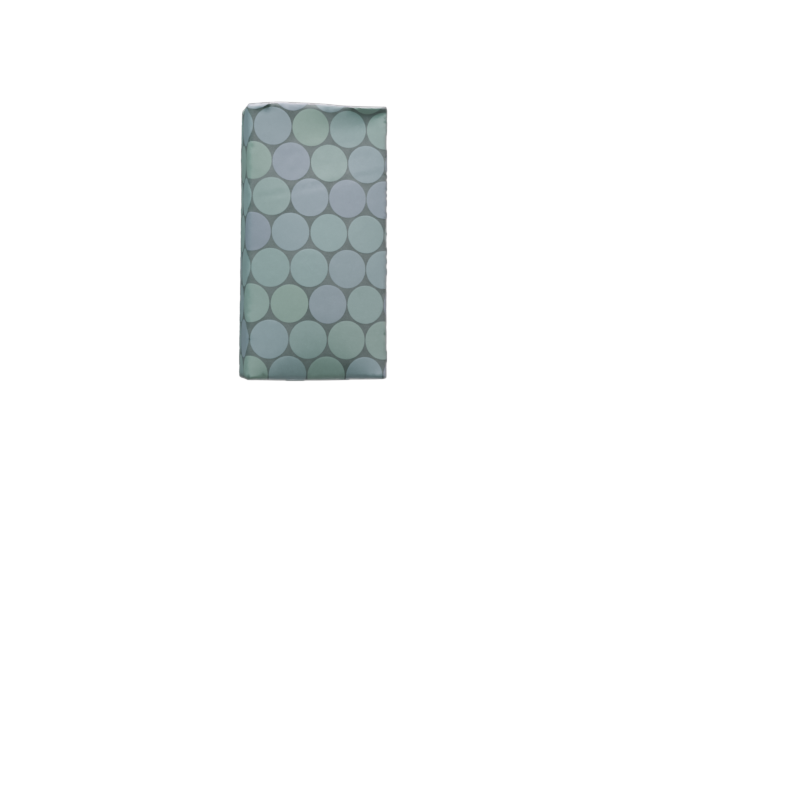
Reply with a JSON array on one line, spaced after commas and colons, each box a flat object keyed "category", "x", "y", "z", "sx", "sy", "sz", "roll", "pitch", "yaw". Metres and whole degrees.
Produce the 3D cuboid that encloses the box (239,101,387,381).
[{"category": "box", "x": -0.056, "y": -0.102, "z": 0.716, "sx": 0.092, "sy": 0.177, "sz": 0.049, "roll": 0, "pitch": -1, "yaw": -12}]
